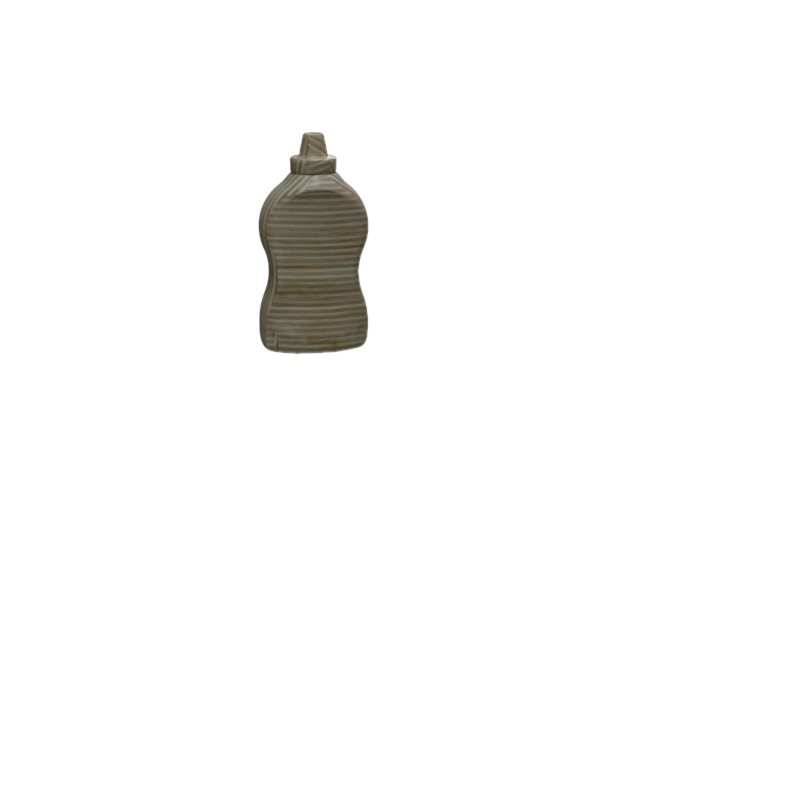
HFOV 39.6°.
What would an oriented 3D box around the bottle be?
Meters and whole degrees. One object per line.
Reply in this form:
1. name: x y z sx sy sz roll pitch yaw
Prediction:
1. bottle: -0.077 -0.140 0.977 0.095 0.186 0.061 -1 14 -8
